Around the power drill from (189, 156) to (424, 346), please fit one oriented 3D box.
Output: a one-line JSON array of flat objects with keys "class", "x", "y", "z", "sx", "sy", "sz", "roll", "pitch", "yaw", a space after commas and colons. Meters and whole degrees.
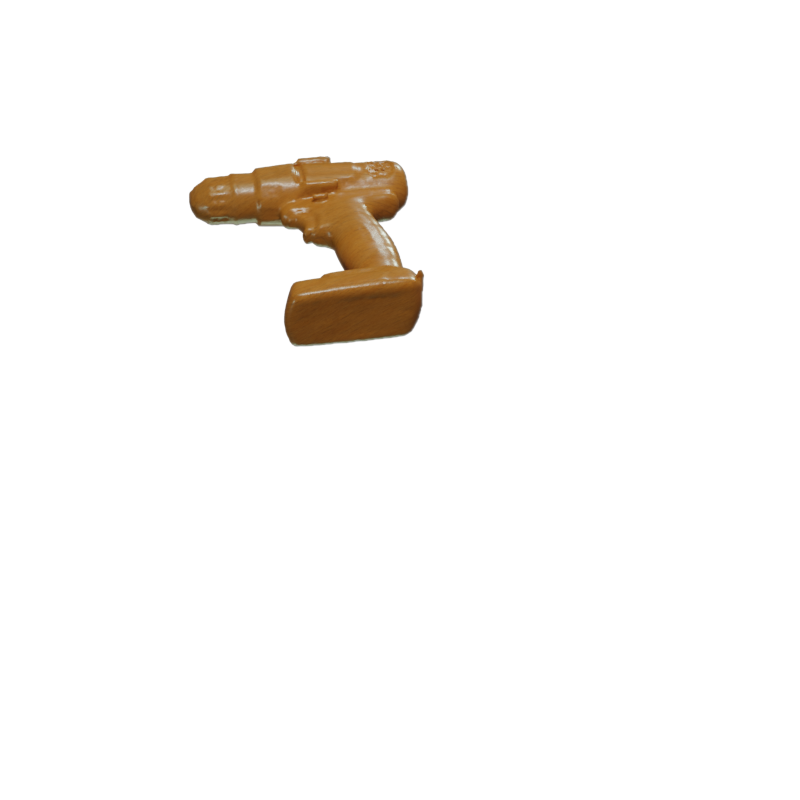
[{"class": "power drill", "x": -0.069, "y": -0.126, "z": 0.880, "sx": 0.183, "sy": 0.053, "sz": 0.203, "roll": -8, "pitch": 44, "yaw": -9}]
